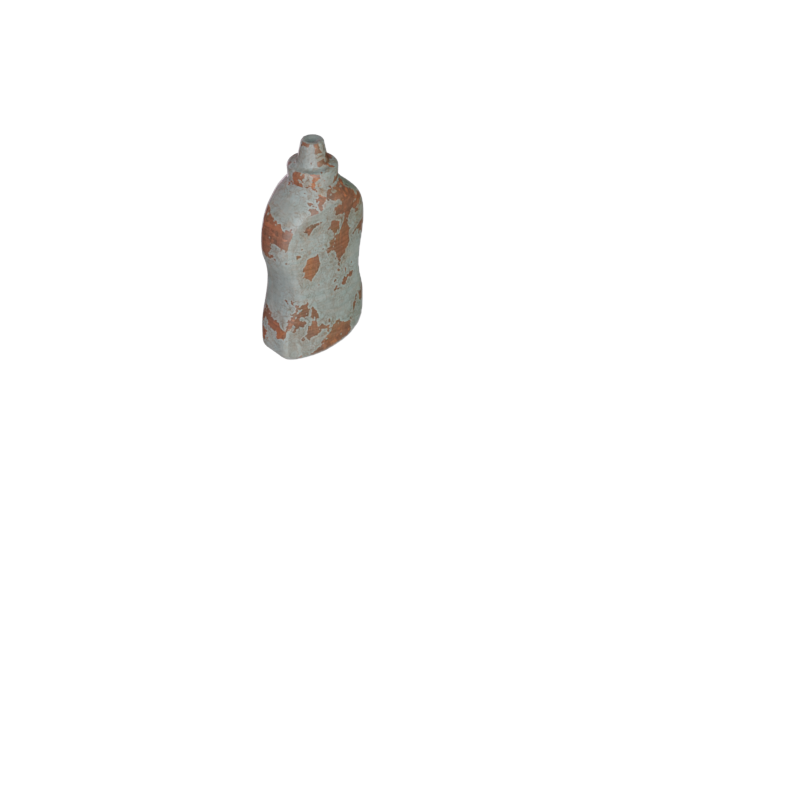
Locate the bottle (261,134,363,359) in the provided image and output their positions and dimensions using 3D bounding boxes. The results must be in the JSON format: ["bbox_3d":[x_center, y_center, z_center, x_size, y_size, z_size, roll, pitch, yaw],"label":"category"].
[{"bbox_3d":[-0.072,-0.131,0.914,0.096,0.179,0.062,-30,48,-35],"label":"bottle"}]
